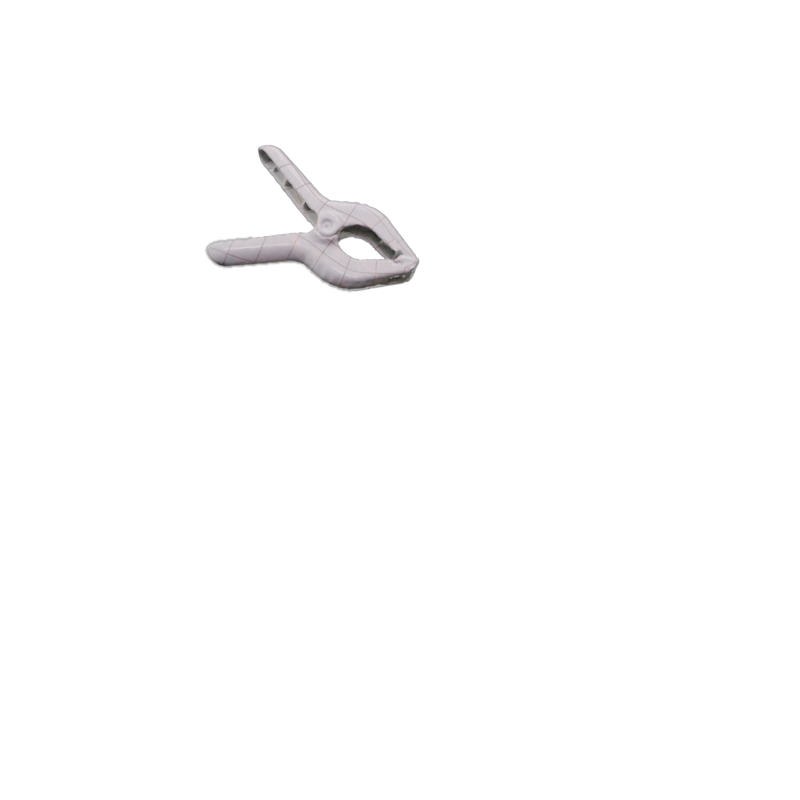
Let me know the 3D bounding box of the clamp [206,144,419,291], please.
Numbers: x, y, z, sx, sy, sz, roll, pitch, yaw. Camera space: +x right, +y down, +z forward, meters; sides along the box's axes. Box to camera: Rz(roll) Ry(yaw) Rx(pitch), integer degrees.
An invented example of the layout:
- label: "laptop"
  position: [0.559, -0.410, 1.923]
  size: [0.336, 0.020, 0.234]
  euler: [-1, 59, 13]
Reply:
- label: "clamp"
  position: [-0.072, -0.132, 0.925]
  size: [0.176, 0.123, 0.037]
  euler: [29, -19, 11]
